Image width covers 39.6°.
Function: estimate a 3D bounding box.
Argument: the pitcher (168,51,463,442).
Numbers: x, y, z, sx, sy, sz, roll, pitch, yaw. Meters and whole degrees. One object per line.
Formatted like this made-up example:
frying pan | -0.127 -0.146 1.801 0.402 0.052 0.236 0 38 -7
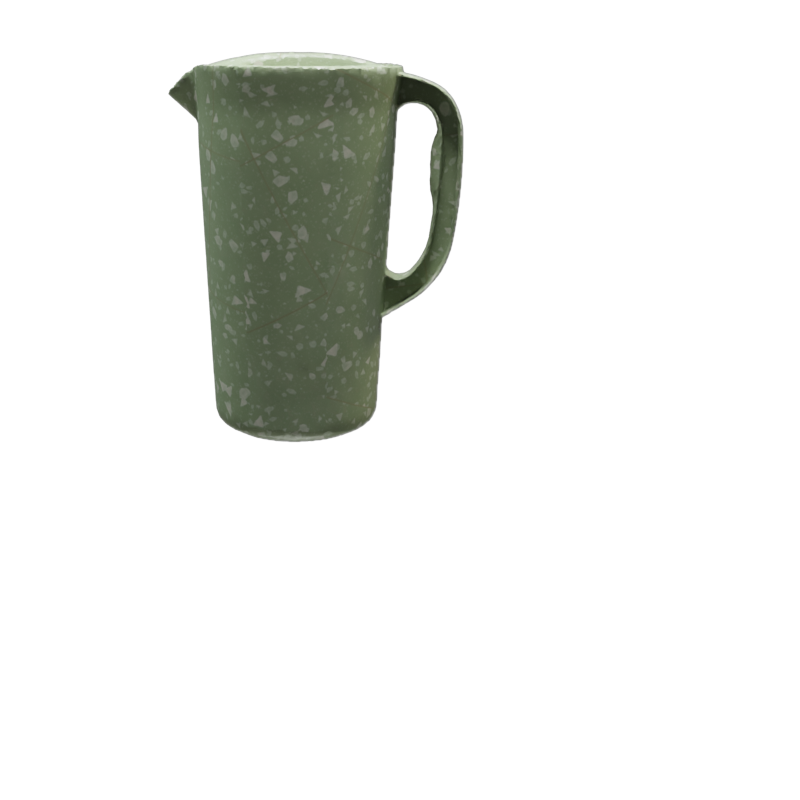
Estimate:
pitcher | -0.056 -0.103 0.720 0.141 0.236 0.158 -11 18 -39
